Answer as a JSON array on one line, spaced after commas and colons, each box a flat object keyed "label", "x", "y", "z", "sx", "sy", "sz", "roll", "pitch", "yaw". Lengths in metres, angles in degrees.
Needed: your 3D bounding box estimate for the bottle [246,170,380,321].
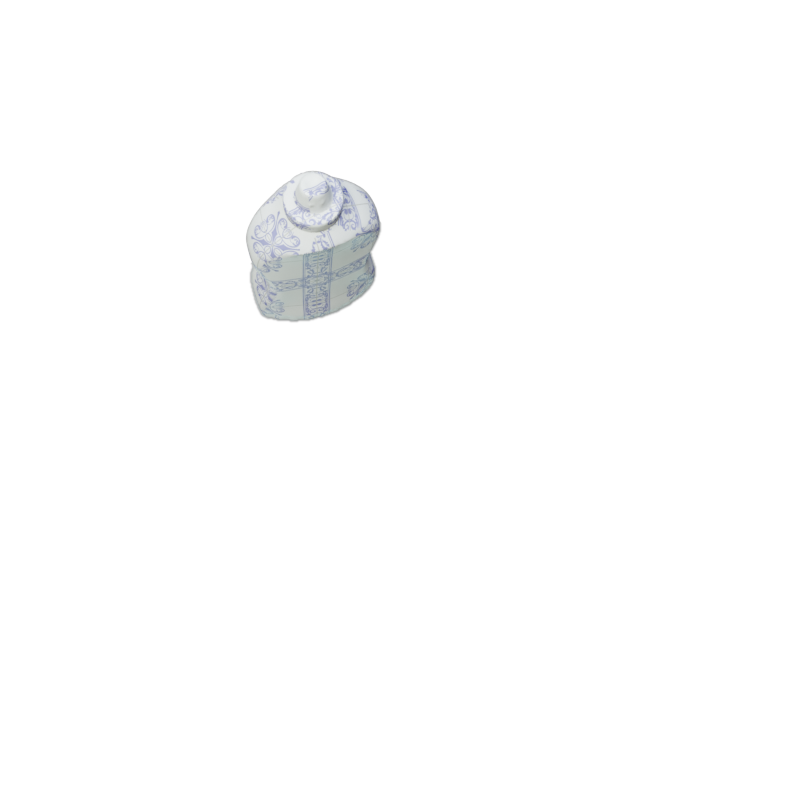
[{"label": "bottle", "x": -0.063, "y": -0.115, "z": 0.805, "sx": 0.095, "sy": 0.061, "sz": 0.184, "roll": -15, "pitch": -14, "yaw": -8}]
